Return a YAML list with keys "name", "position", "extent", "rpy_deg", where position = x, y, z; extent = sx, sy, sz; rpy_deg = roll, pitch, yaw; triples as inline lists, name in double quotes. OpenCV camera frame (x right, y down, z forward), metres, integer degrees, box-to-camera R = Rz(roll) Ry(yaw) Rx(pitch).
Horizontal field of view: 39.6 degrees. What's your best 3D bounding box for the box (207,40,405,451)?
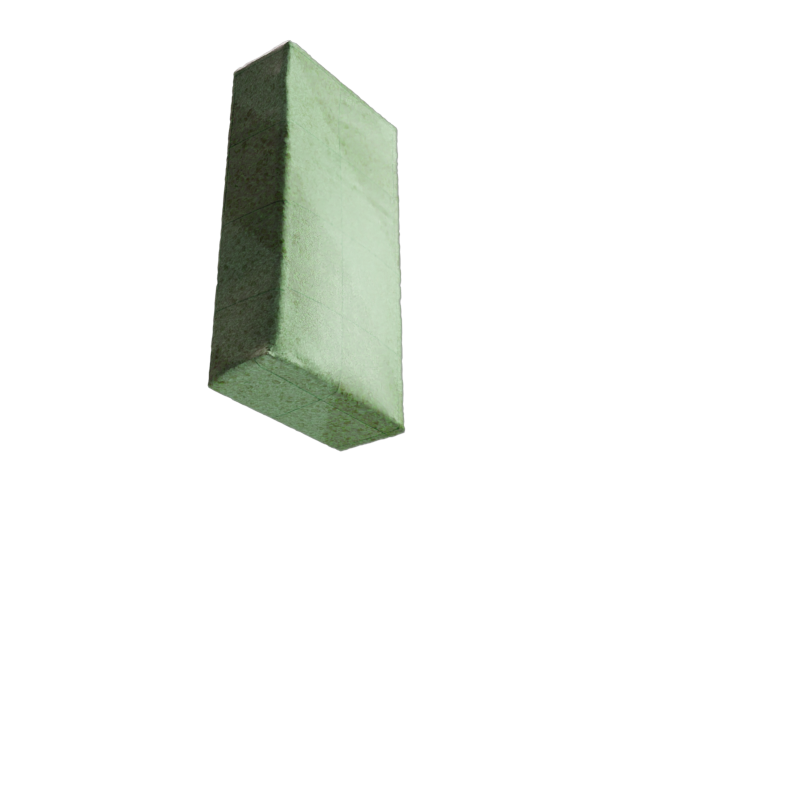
- name: "box"
  position: [-0.042, -0.075, 0.530]
  extent: [0.048, 0.188, 0.087]
  rpy_deg: [-25, -38, 31]
